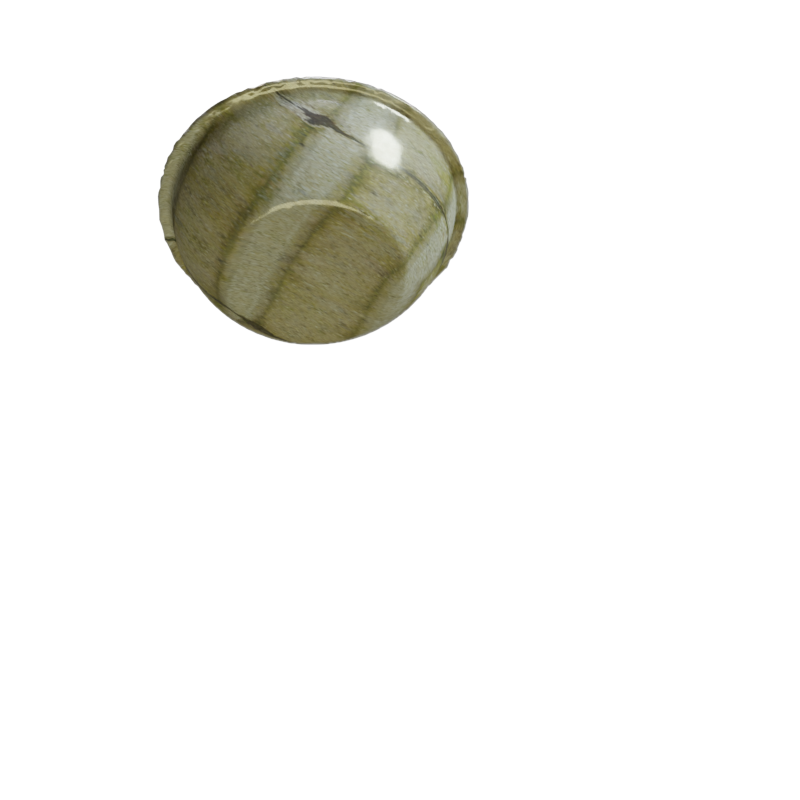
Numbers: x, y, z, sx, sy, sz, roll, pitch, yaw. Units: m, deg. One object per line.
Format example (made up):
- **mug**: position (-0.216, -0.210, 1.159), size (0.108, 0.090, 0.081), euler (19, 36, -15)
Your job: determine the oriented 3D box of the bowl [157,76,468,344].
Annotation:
- **bowl**: position (-0.044, -0.080, 0.558), size (0.162, 0.151, 0.059), euler (1, 41, -1)
